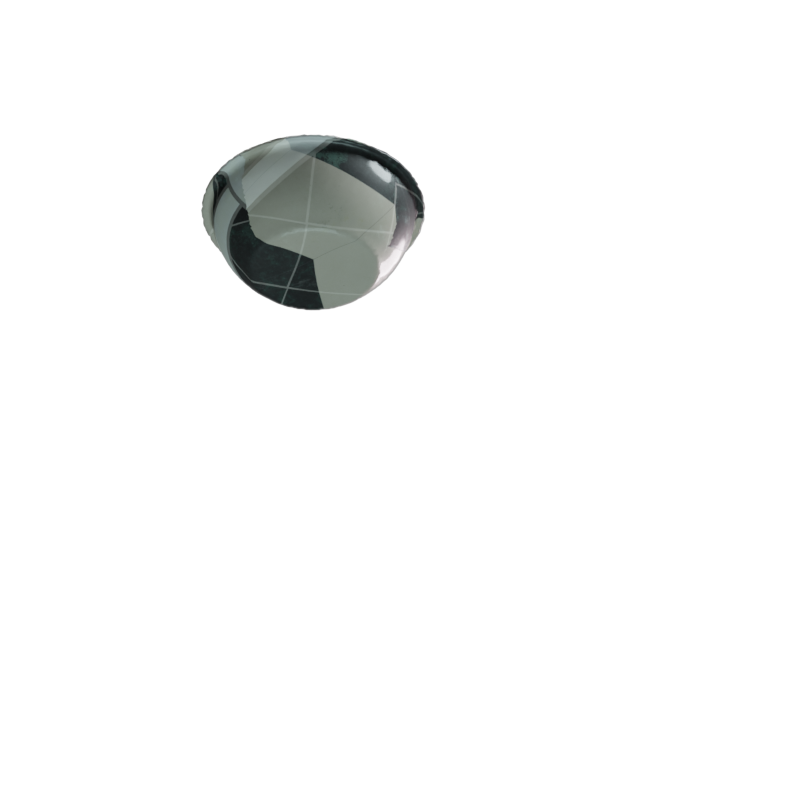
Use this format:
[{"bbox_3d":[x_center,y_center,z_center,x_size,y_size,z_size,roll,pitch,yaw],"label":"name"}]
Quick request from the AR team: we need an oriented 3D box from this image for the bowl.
[{"bbox_3d":[-0.062,-0.112,0.787,0.162,0.059,0.151,1,-35,-2],"label":"bowl"}]
